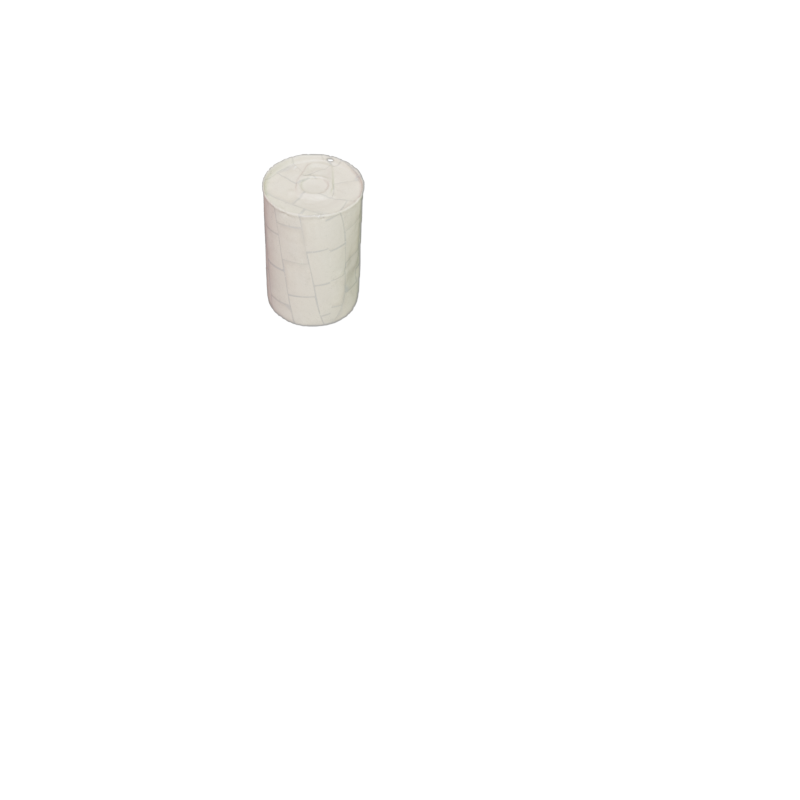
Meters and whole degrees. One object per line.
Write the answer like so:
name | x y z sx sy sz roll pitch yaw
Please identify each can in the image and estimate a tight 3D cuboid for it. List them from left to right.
can | -0.060 -0.109 0.764 0.068 0.095 0.074 0 45 -3
